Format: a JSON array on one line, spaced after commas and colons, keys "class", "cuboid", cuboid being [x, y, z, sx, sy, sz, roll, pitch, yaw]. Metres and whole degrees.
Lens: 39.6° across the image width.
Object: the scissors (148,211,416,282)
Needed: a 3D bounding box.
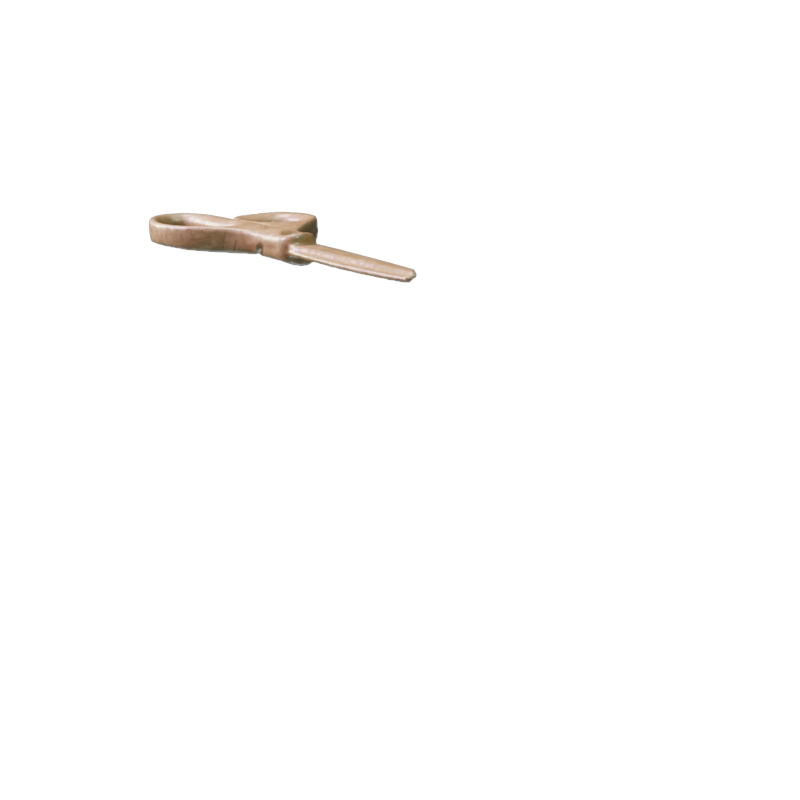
[{"class": "scissors", "cuboid": [-0.042, -0.076, 0.535, 0.212, 0.015, 0.094, 15, 21, 41]}]
